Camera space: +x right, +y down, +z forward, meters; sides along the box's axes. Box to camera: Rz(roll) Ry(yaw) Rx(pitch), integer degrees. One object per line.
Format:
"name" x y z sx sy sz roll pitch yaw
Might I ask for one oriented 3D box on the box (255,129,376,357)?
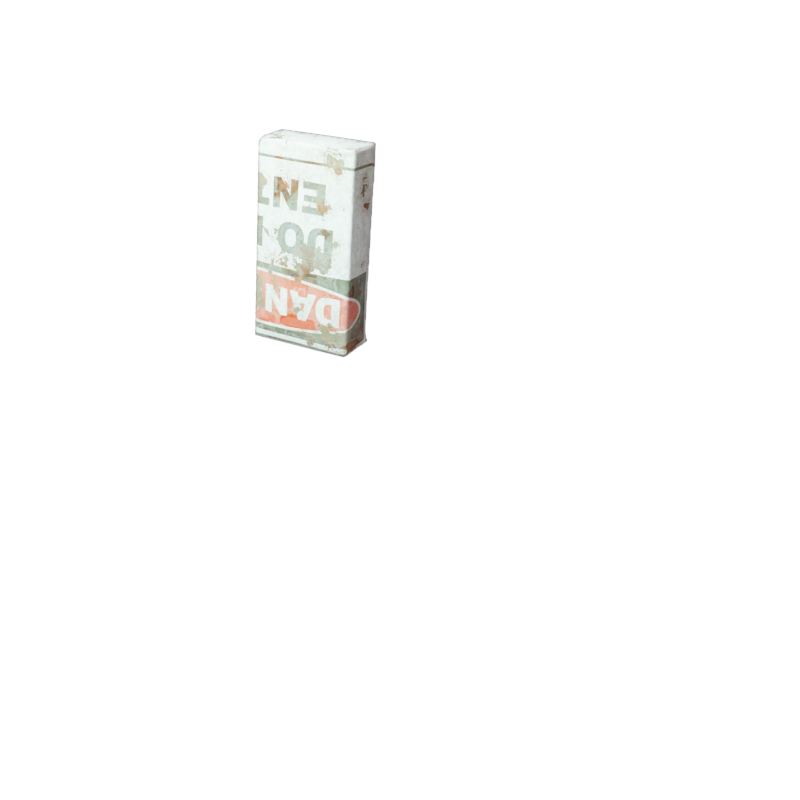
"box" -0.073 -0.132 0.925 0.097 0.169 0.048 12 23 27
